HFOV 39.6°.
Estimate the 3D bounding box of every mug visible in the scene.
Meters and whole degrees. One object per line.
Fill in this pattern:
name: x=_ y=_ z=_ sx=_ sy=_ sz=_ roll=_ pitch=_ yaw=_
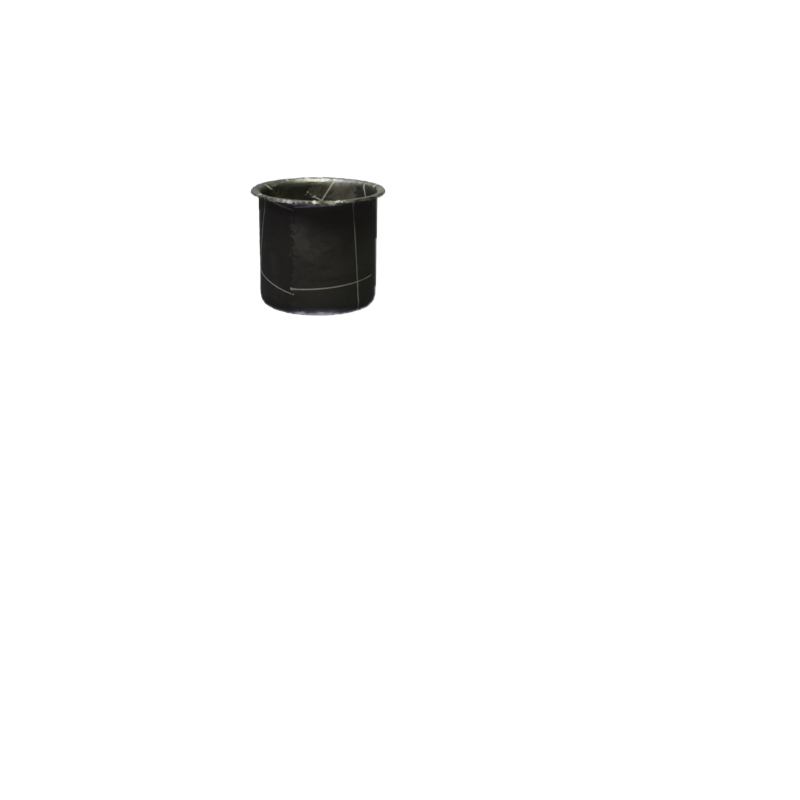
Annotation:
mug: x=-0.061 y=-0.112 z=0.785 sx=0.091 sy=0.079 sz=0.124 roll=-6 pitch=20 yaw=-18
